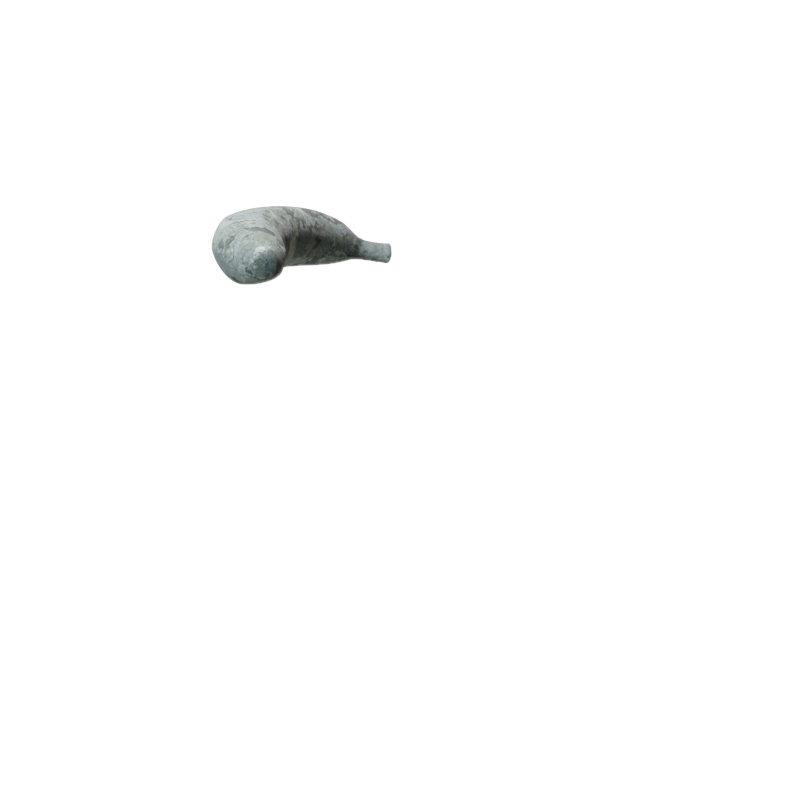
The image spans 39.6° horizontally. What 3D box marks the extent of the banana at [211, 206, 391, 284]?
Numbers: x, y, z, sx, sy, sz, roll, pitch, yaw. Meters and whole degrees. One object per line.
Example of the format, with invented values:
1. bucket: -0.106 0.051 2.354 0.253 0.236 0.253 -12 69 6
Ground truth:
1. banana: -0.064 -0.088 0.612 0.071 0.036 0.196 3 11 17
